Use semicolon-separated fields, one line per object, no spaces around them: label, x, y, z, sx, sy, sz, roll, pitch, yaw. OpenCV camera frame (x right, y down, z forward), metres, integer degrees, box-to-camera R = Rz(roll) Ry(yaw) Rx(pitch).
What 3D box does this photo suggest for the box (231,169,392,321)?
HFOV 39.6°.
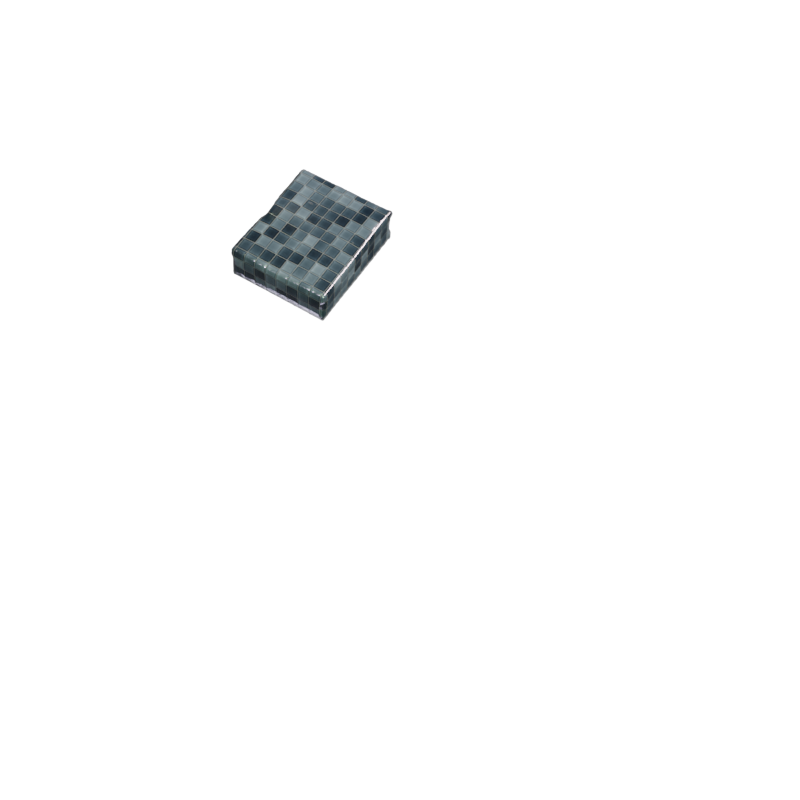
box;-0.058;-0.106;0.743;0.076;0.092;0.028;27;-31;17
